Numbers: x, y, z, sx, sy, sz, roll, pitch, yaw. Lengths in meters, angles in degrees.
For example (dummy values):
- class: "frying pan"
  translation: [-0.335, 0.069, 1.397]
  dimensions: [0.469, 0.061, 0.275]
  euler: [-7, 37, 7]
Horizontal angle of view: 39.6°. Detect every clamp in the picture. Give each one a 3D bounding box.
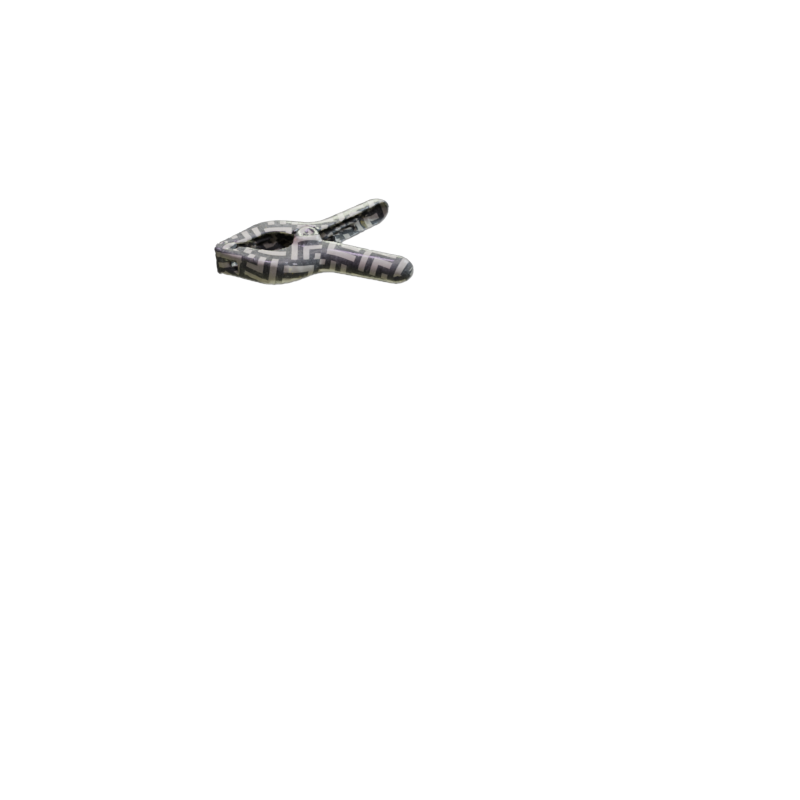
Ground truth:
- class: "clamp"
  translation: [-0.077, -0.141, 0.987]
  dimensions: [0.171, 0.037, 0.128]
  euler: [0, 32, -1]
